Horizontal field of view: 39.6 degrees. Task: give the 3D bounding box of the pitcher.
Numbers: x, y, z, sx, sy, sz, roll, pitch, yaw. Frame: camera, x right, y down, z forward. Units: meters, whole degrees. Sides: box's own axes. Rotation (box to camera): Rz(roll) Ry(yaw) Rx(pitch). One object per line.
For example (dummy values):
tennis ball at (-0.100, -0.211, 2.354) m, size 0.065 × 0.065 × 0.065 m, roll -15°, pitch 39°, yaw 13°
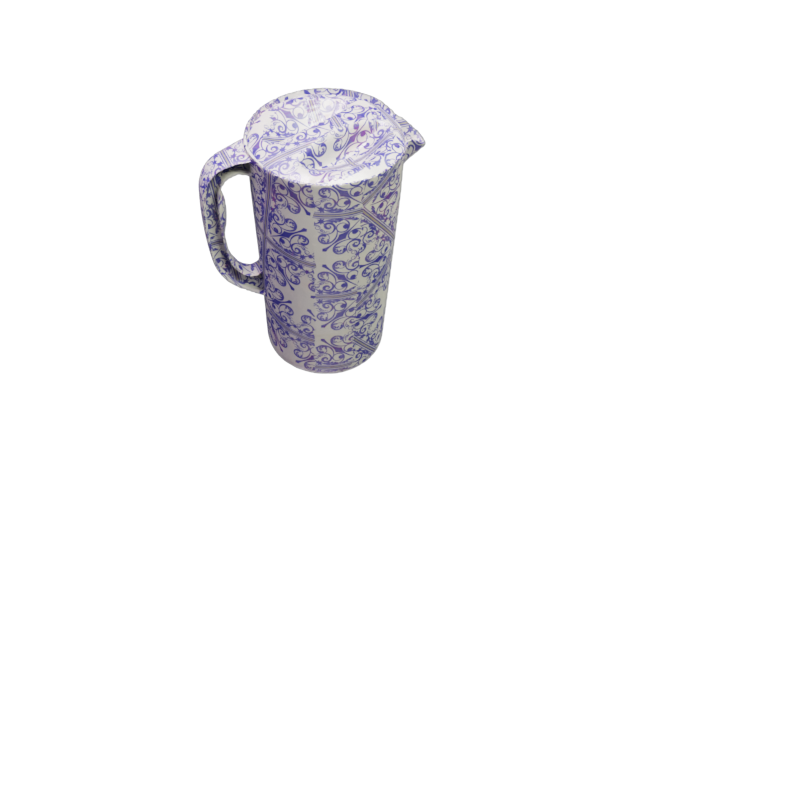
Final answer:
pitcher at (-0.076, -0.138, 0.965) m, size 0.155 × 0.226 × 0.149 m, roll 23°, pitch 48°, yaw 19°
